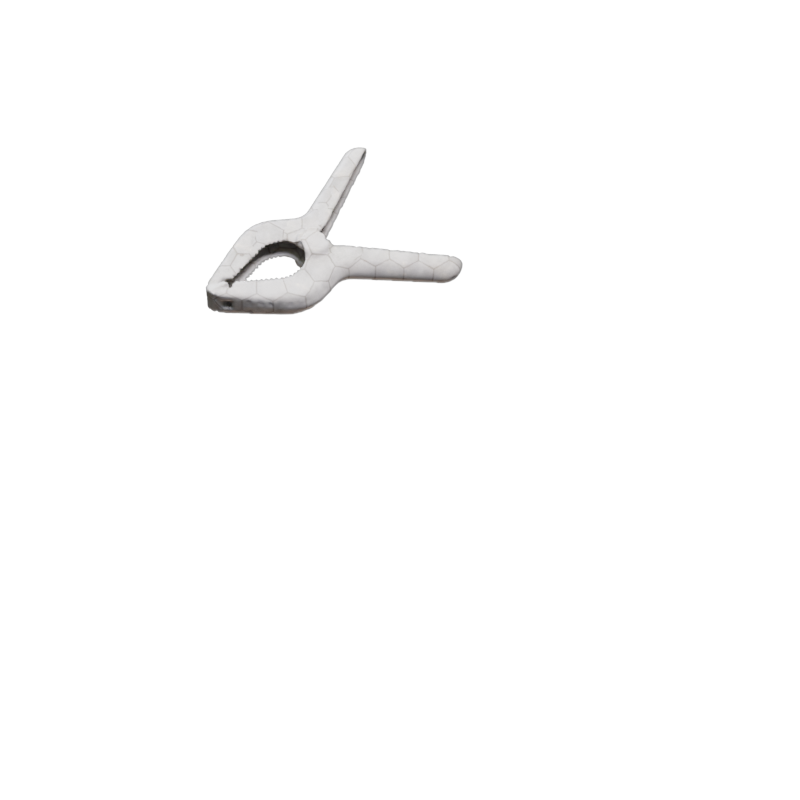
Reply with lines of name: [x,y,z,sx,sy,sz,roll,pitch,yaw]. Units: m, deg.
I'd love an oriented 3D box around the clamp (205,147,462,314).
clamp: [-0.075,-0.136,0.955,0.208,0.177,0.034,-21,-34,-15]
